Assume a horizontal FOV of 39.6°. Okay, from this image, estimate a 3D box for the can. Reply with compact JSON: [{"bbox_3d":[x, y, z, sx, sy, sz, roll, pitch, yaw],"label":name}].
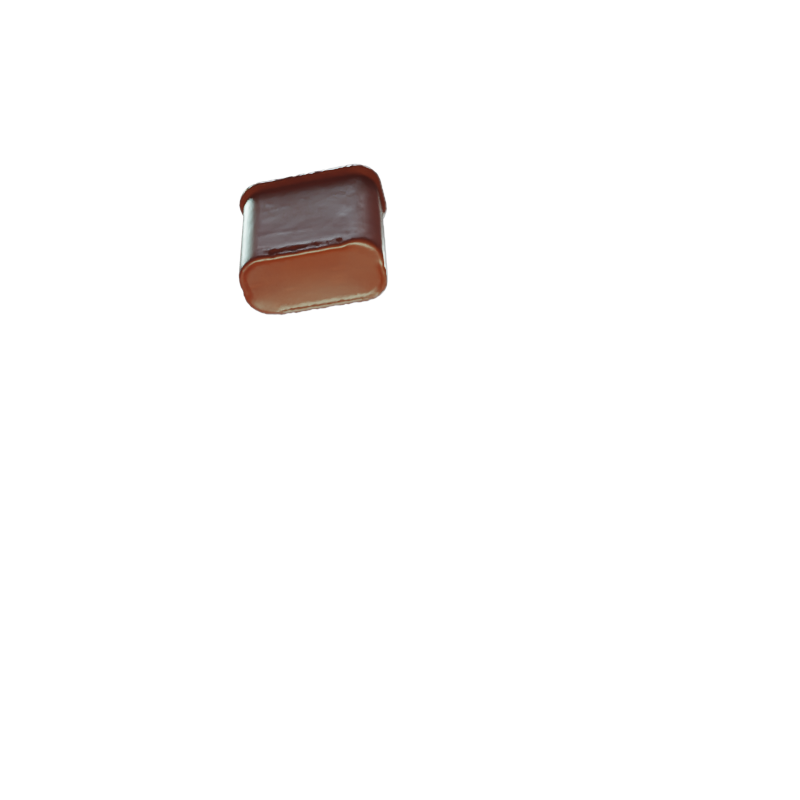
[{"bbox_3d":[-0.059,-0.108,0.754,0.102,0.053,0.090,-10,43,7],"label":"can"}]
